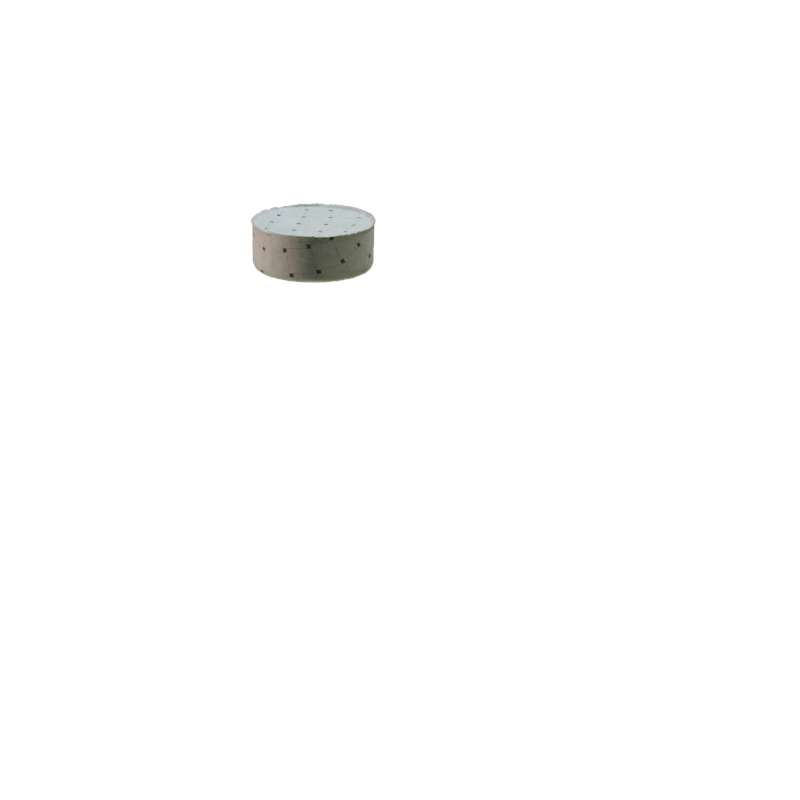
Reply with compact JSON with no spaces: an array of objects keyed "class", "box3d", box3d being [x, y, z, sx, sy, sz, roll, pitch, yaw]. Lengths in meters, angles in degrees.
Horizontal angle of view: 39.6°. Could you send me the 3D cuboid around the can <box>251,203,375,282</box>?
[{"class":"can","box3d":[-0.060,-0.110,0.769,0.086,0.032,0.090,-1,23,-2]}]
